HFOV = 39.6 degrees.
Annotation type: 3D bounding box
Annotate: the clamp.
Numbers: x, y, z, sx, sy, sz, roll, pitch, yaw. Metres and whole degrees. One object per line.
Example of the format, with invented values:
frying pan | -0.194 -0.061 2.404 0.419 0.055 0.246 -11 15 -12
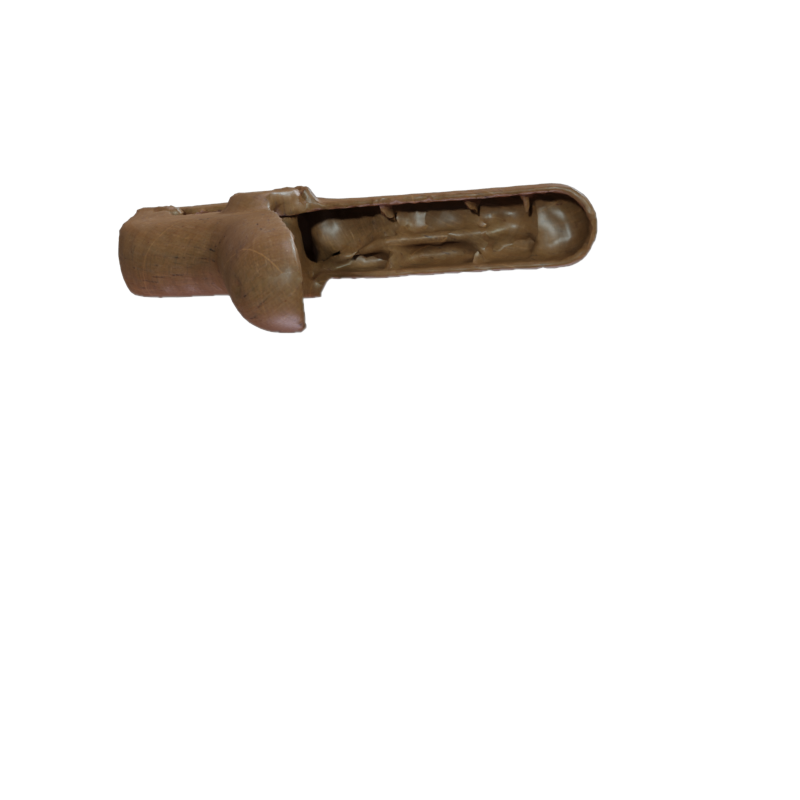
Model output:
clamp | -0.028 -0.050 0.353 0.117 0.038 0.180 -7 15 -30
